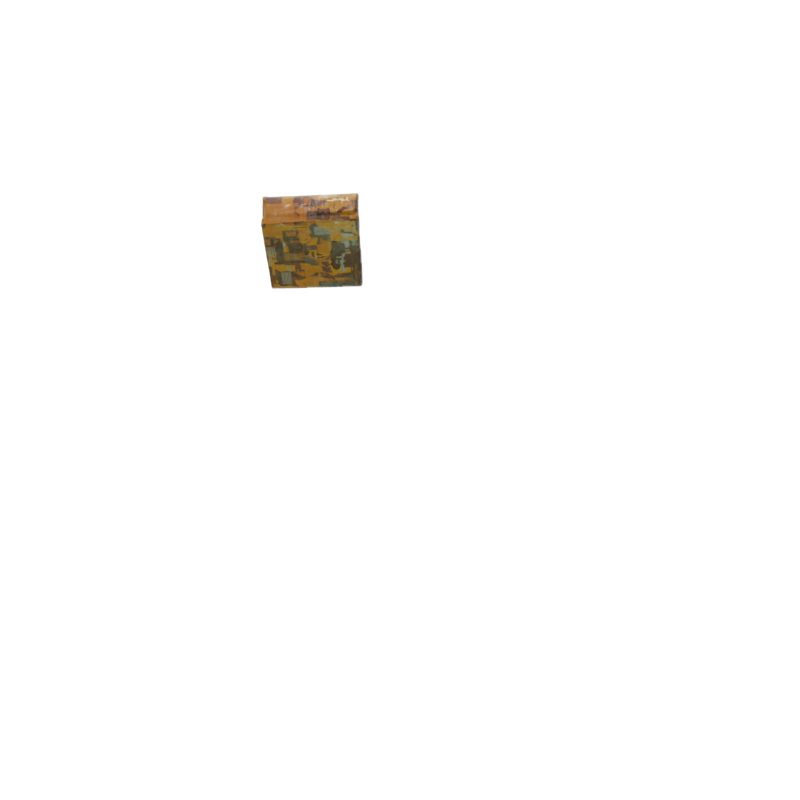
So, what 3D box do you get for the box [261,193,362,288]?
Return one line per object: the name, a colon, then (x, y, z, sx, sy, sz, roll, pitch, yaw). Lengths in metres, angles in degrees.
box: (-0.067, -0.122, 0.855, 0.073, 0.032, 0.083, -1, -32, 1)
